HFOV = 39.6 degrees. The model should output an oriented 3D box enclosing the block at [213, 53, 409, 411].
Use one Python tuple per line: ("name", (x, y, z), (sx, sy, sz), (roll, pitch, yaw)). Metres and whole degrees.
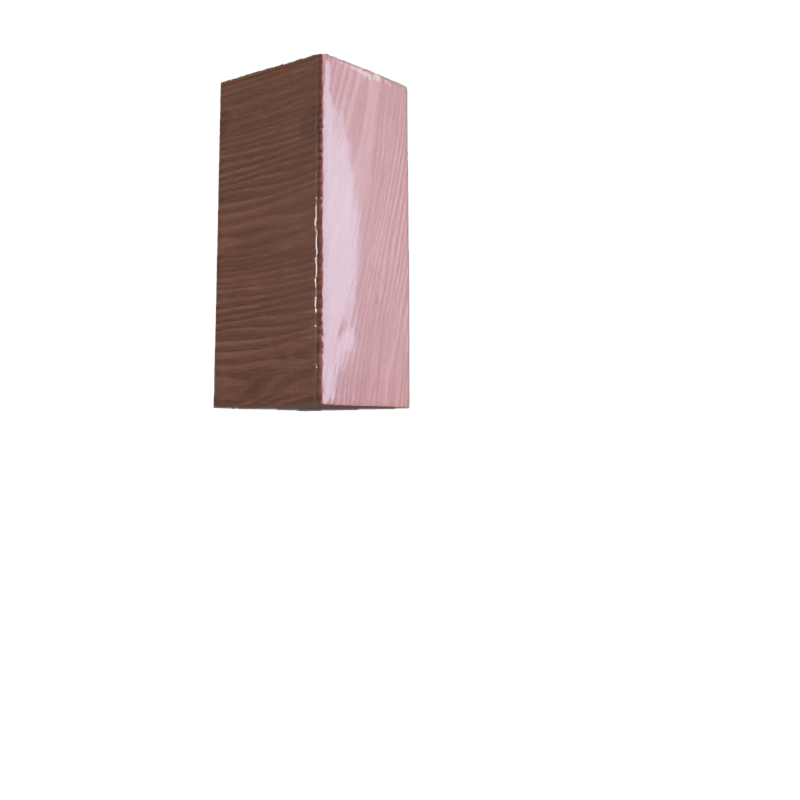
("block", (-0.054, -0.099, 0.694), (0.093, 0.211, 0.086), (-8, -11, 38))
